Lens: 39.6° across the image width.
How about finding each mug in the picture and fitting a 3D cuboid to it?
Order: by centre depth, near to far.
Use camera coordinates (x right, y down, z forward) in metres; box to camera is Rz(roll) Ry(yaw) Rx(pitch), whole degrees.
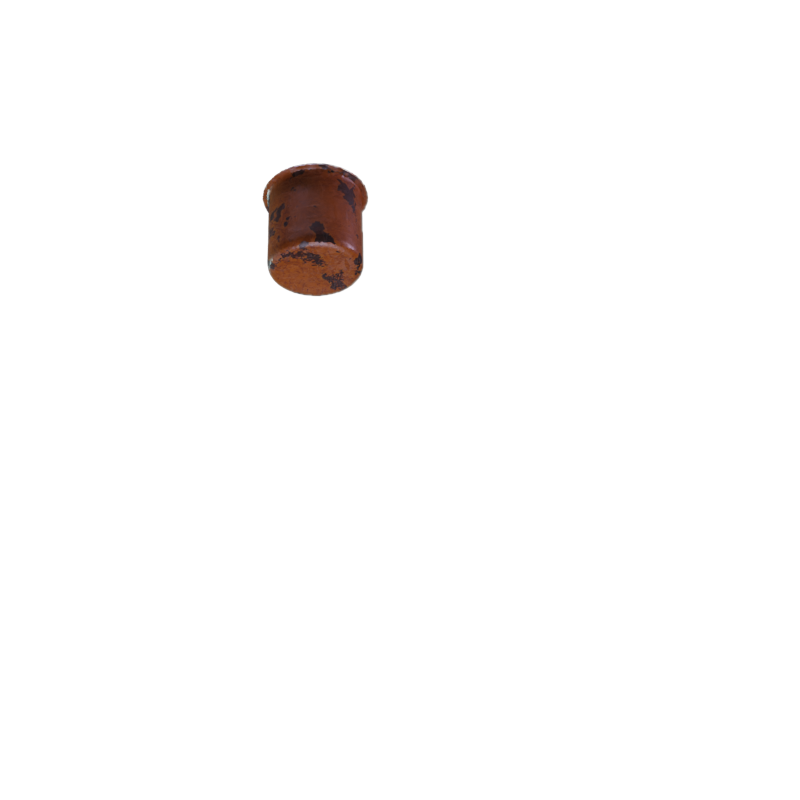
[{"bbox_3d":[-0.076,-0.138,0.965,0.092,0.087,0.111,5,-34,-10],"label":"mug"}]
